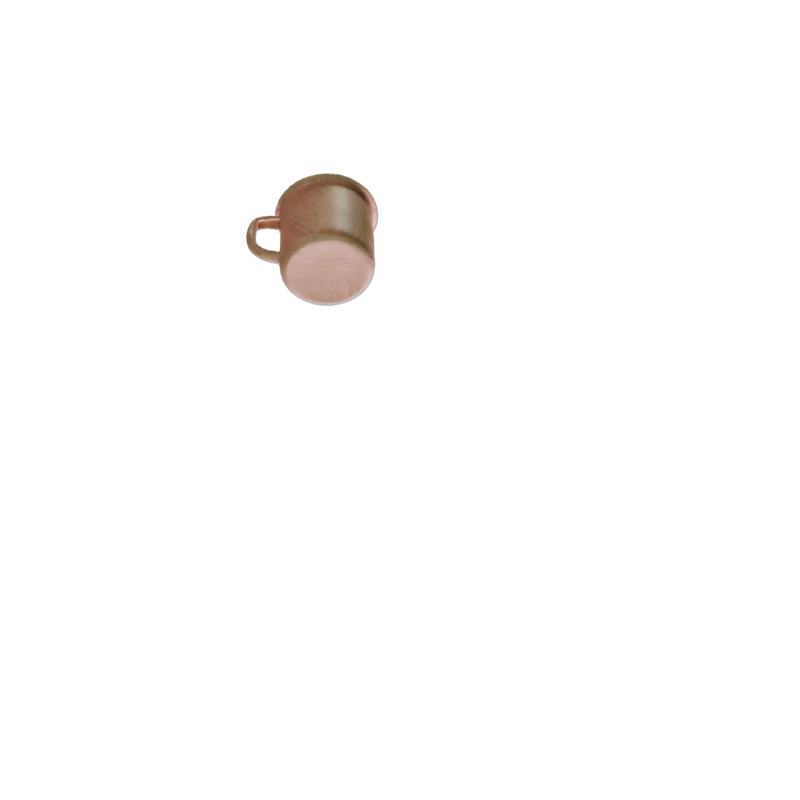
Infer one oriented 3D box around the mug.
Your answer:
[{"bbox_3d":[-0.076,-0.138,0.965,0.116,0.088,0.087,6,41,-6],"label":"mug"}]
